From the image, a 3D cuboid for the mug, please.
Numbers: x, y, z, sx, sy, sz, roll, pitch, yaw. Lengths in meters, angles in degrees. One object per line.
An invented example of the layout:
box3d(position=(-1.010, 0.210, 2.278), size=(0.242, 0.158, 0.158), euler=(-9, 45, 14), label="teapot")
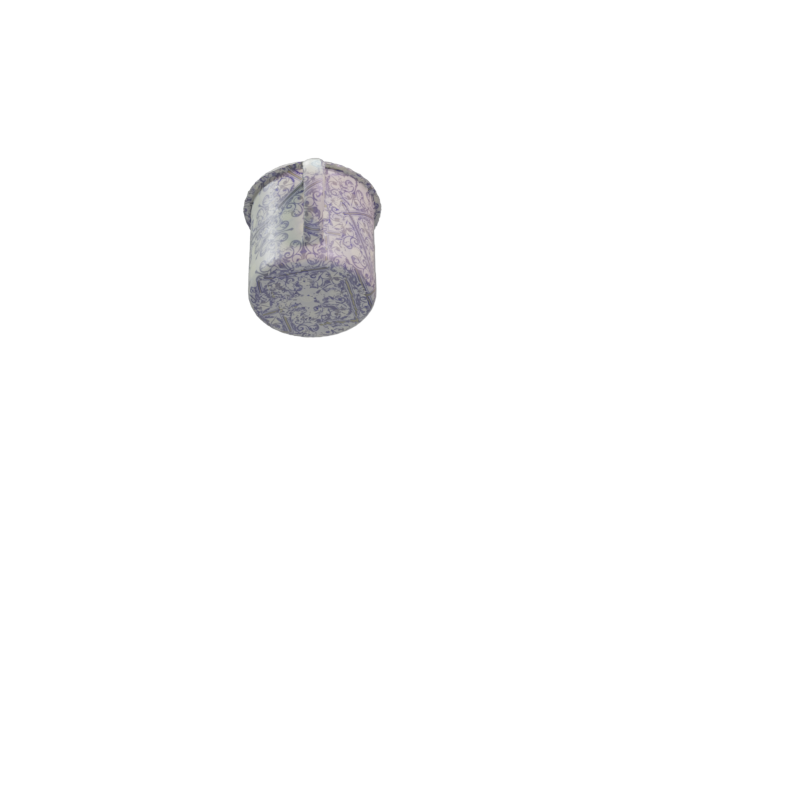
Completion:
box3d(position=(-0.056, -0.102, 0.713), size=(0.093, 0.087, 0.110), euler=(3, -39, -5), label="mug")
